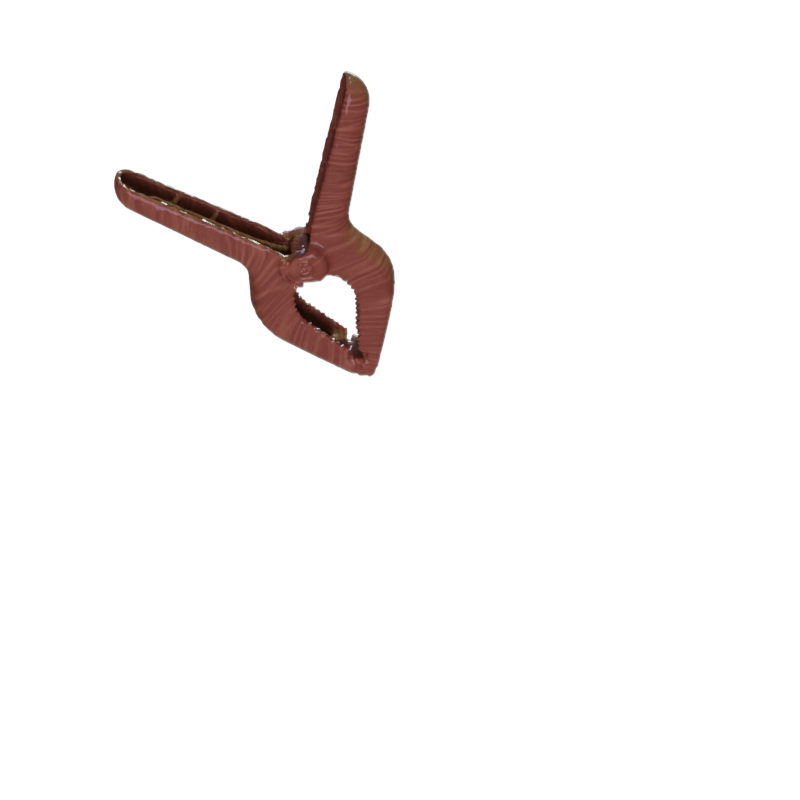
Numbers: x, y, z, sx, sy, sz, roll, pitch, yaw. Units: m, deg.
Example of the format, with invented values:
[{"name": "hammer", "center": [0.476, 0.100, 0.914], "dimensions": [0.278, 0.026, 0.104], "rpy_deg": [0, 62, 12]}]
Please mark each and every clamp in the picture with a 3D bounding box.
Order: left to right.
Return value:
[{"name": "clamp", "center": [-0.055, -0.099, 0.696], "dimensions": [0.165, 0.196, 0.039], "rpy_deg": [-26, 33, 18]}]
